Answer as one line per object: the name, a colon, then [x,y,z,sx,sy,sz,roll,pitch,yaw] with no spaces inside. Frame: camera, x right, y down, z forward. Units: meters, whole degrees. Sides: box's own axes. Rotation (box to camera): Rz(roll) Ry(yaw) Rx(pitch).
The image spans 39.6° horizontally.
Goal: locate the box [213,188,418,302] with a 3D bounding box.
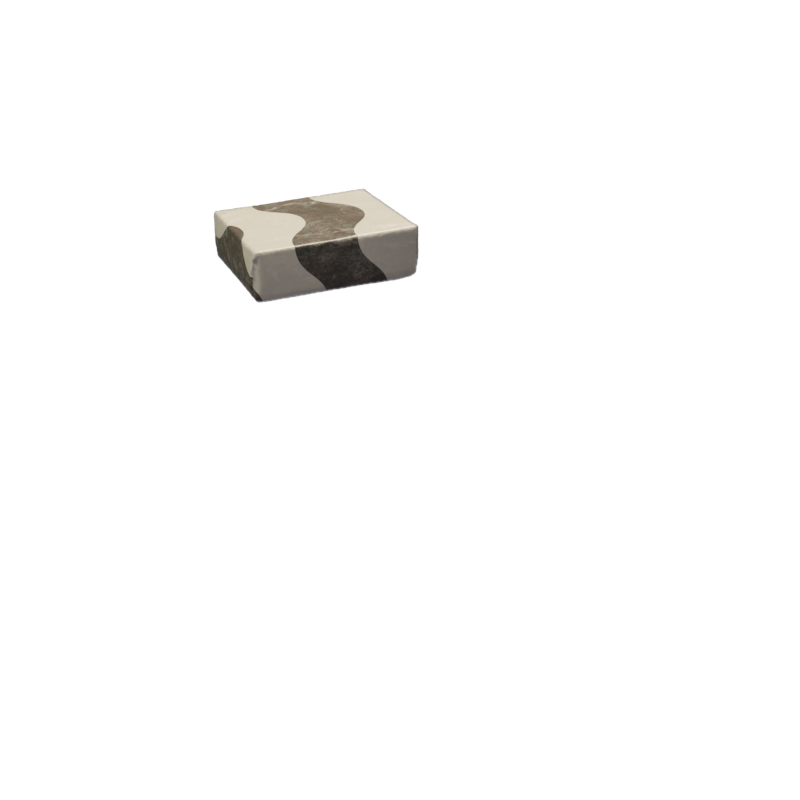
box: [-0.057,-0.104,0.726,0.111,0.037,0.096,-10,28,-20]
